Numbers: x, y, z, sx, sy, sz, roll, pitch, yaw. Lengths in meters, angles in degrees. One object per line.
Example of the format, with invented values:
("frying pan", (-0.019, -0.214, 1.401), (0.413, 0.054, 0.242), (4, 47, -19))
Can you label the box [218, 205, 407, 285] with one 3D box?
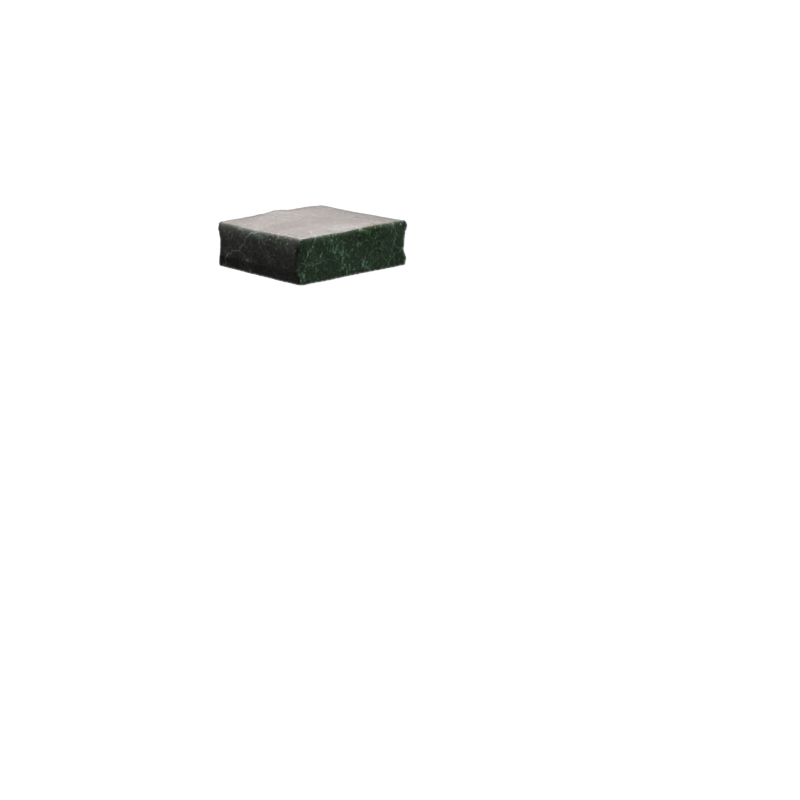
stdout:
("box", (-0.051, -0.094, 0.658), (0.077, 0.029, 0.087), (18, 25, 42))
